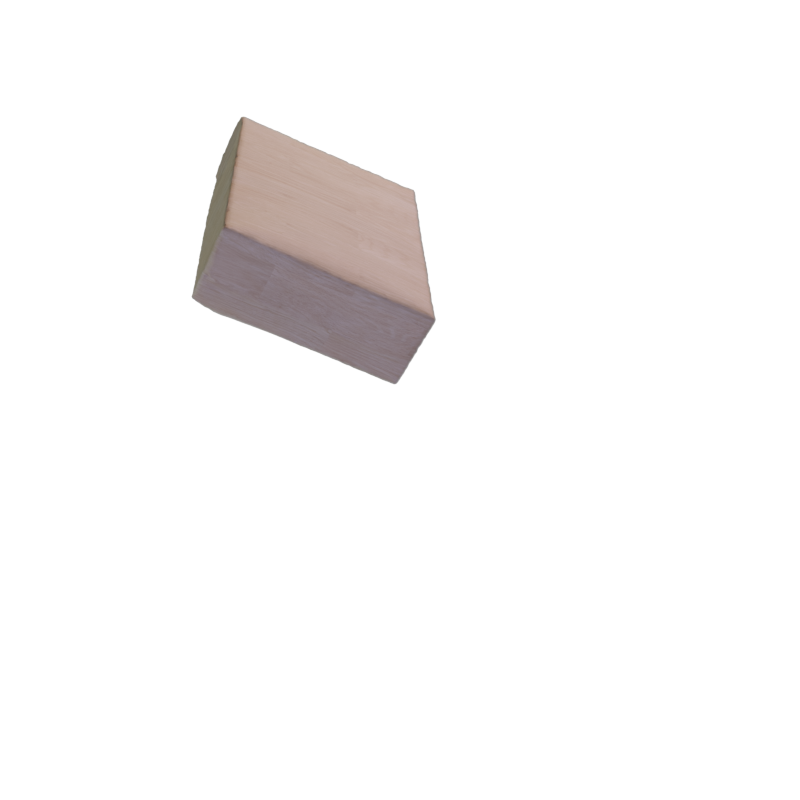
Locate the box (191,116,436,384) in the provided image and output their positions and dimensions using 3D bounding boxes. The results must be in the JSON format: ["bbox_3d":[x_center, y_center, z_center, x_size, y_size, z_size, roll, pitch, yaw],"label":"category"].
[{"bbox_3d":[-0.067,-0.122,0.855,0.160,0.069,0.227,21,29,-15],"label":"box"}]
